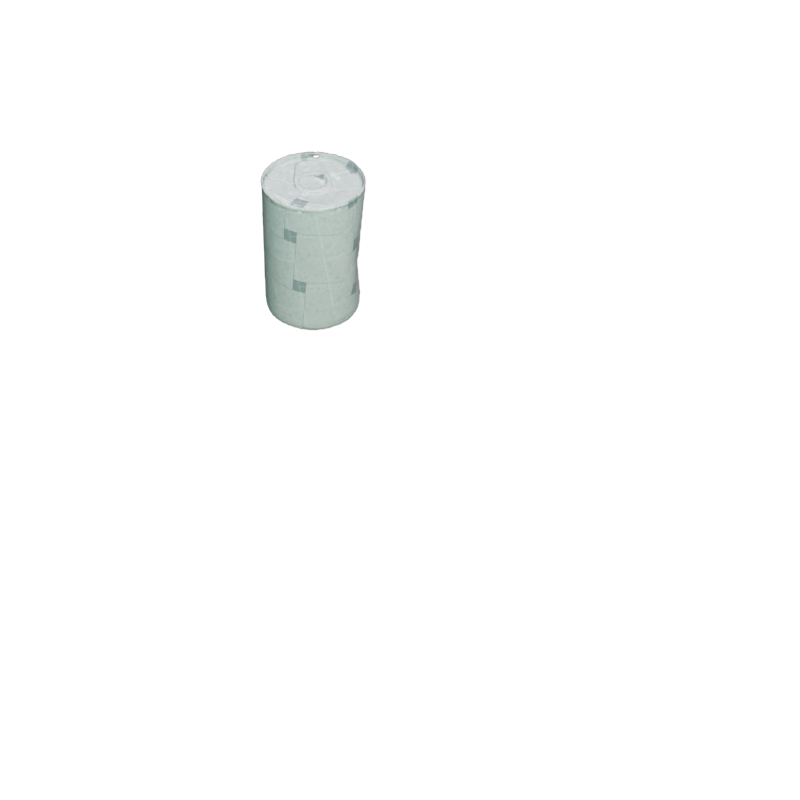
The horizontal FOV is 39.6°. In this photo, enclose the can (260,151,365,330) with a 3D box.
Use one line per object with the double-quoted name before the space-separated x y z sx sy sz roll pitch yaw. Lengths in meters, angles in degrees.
"can" -0.058 -0.107 0.746 0.068 0.095 0.073 0 41 -3
